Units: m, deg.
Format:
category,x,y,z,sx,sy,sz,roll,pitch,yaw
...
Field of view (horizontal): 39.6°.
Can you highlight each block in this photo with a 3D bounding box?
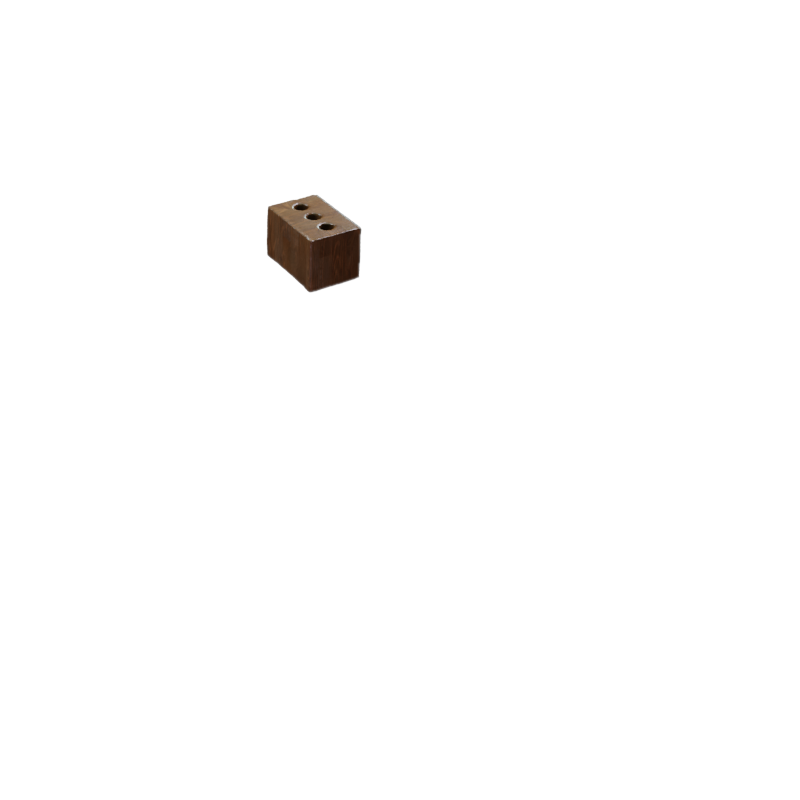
category,x,y,z,sx,sy,sz,roll,pitch,yaw
block,-0.076,-0.138,0.968,0.052,0.048,0.084,-18,38,-28
